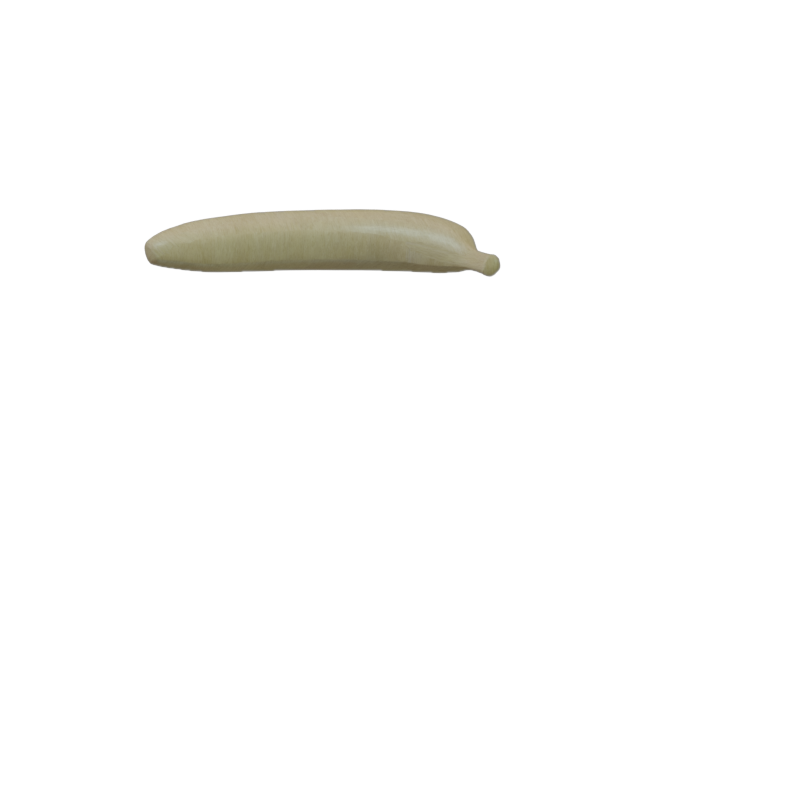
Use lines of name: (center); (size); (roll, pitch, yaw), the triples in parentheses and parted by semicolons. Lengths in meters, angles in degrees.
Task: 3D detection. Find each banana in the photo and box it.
banana: (-0.044, -0.092, 0.638); (0.199, 0.036, 0.070); (1, 8, 7)
